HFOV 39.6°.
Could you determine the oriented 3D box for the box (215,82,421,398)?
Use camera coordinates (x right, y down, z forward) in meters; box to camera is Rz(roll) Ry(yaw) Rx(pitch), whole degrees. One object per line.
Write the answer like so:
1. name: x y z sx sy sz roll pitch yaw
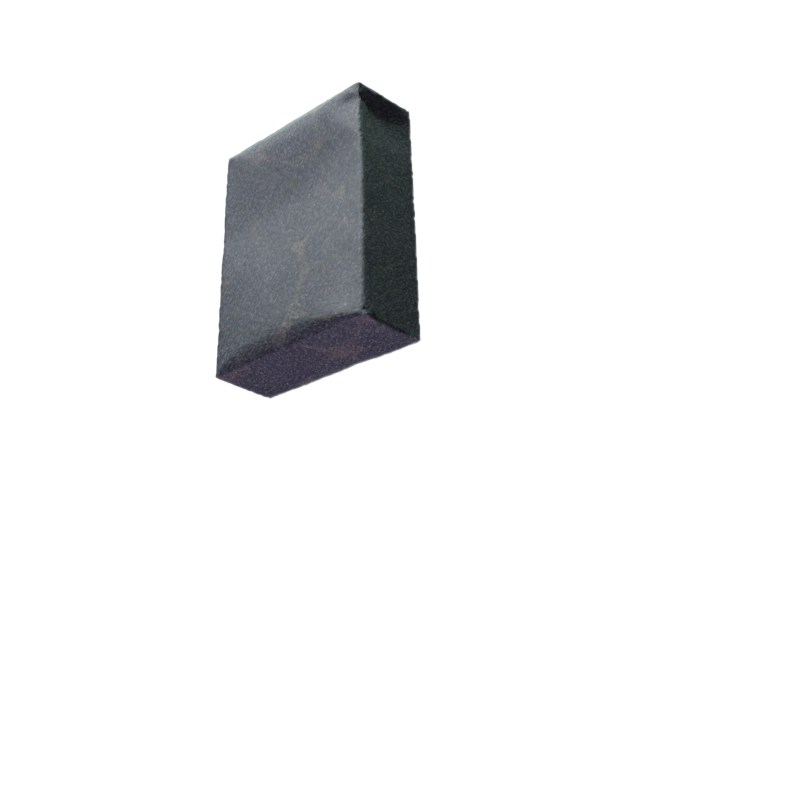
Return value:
1. box: -0.070 -0.128 0.900 0.165 0.227 0.067 -22 -34 36
